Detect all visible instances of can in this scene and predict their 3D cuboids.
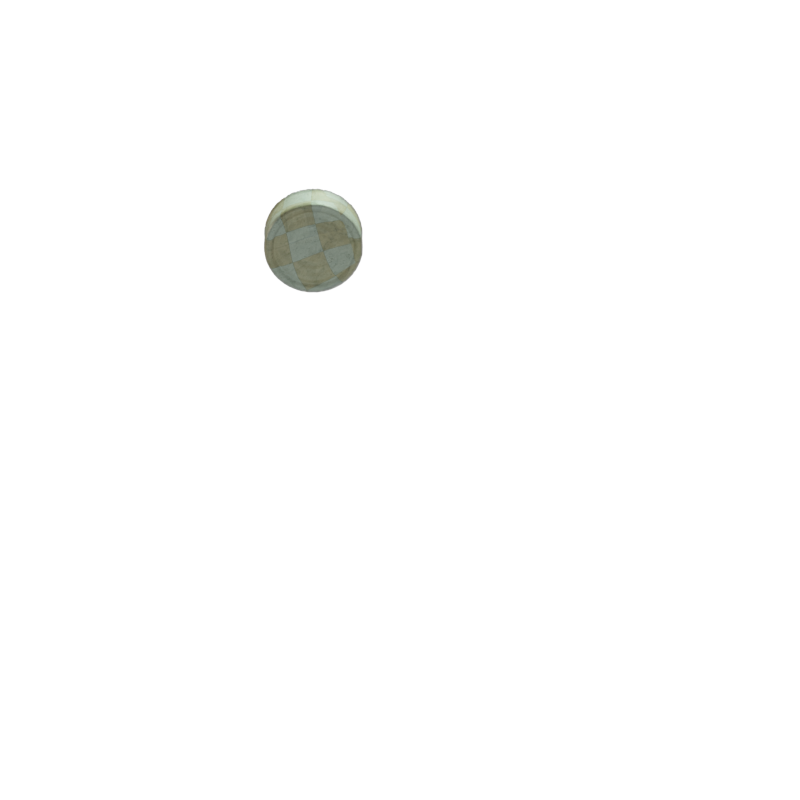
[{"bbox_3d":[-0.075,-0.136,0.956,0.086,0.081,0.036,1,28,-1],"label":"can"}]
